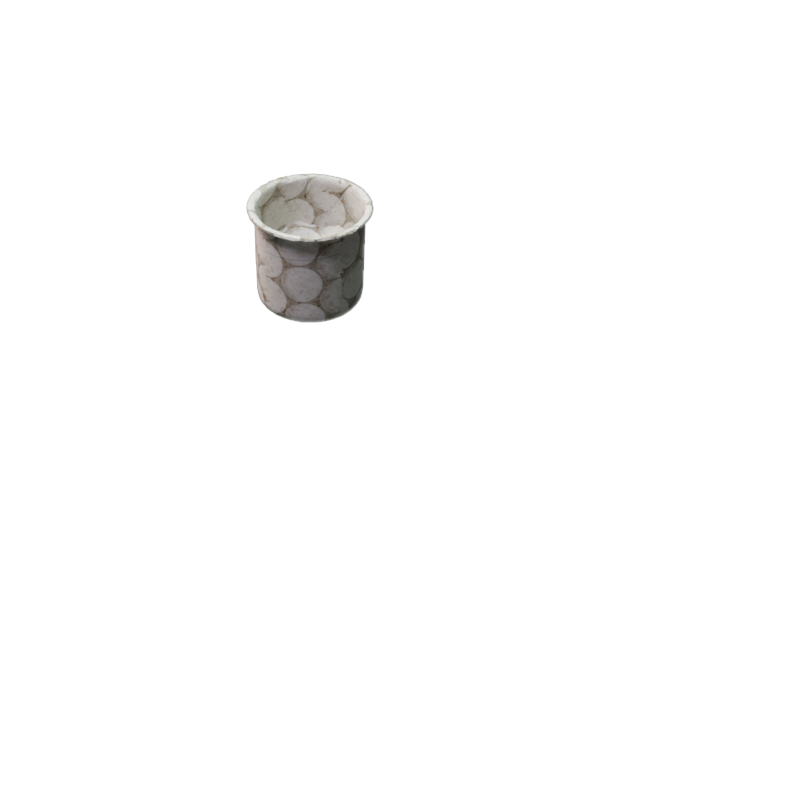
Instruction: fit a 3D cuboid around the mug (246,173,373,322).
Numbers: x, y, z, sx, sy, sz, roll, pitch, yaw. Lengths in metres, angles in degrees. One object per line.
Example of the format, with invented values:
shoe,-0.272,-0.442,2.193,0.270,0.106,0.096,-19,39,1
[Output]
mug,-0.066,-0.120,0.842,0.094,0.076,0.124,7,38,7
